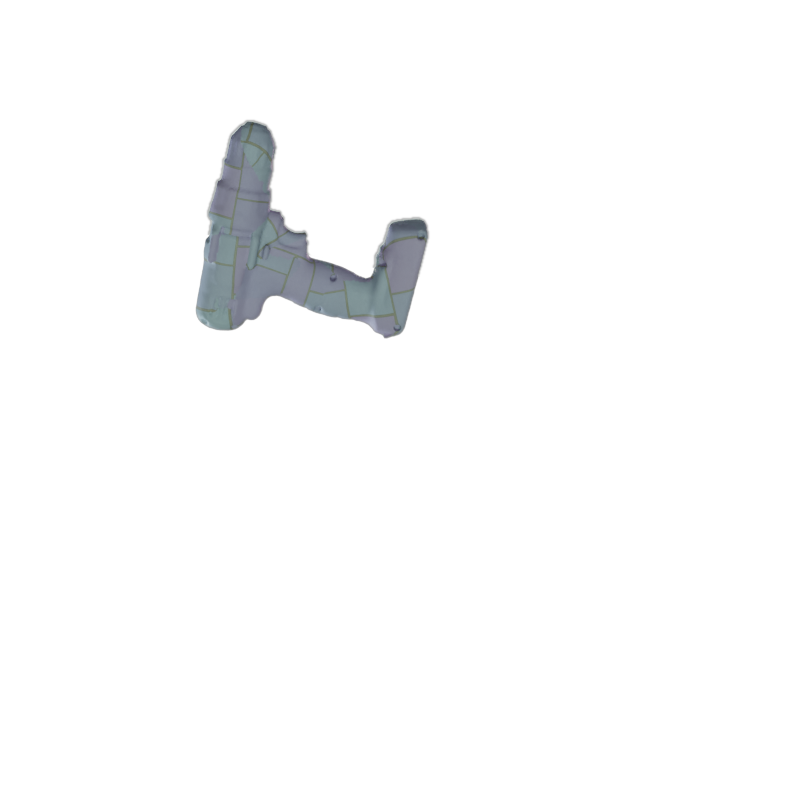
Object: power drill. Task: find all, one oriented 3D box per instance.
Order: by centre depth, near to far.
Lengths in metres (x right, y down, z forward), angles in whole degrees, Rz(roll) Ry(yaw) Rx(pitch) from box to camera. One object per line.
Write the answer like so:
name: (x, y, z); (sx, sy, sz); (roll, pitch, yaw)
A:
power drill: (-0.075, -0.137, 0.961); (0.186, 0.178, 0.060); (12, 17, -4)
